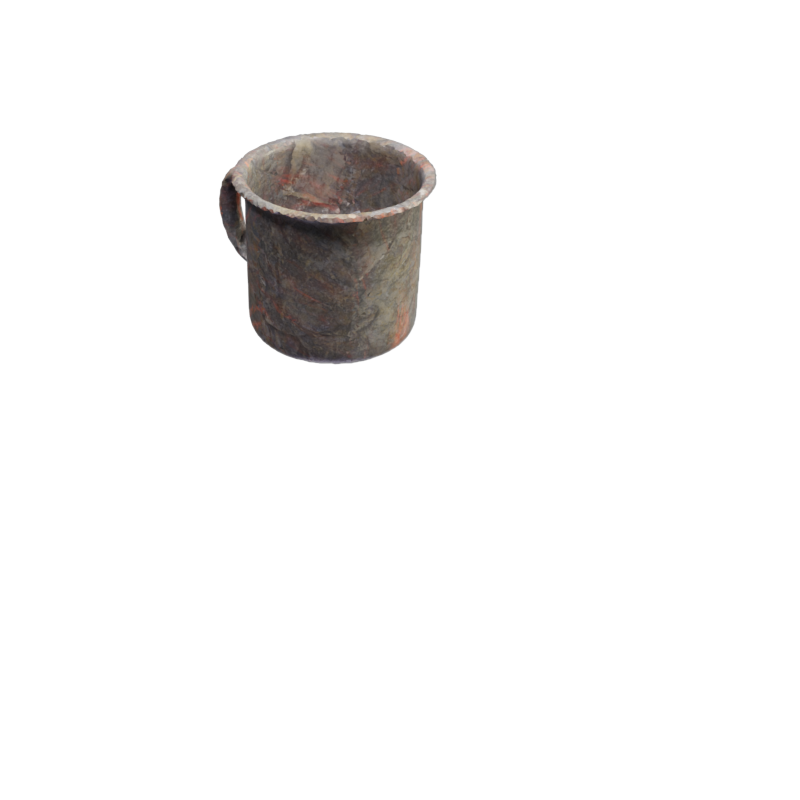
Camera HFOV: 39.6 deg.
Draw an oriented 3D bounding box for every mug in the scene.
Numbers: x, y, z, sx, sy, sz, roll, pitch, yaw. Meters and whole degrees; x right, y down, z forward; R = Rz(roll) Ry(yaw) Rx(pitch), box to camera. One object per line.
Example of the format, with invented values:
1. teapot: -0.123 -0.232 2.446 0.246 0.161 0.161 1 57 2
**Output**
1. mug: -0.041 -0.075 0.529 0.124 0.077 0.094 22 39 29
